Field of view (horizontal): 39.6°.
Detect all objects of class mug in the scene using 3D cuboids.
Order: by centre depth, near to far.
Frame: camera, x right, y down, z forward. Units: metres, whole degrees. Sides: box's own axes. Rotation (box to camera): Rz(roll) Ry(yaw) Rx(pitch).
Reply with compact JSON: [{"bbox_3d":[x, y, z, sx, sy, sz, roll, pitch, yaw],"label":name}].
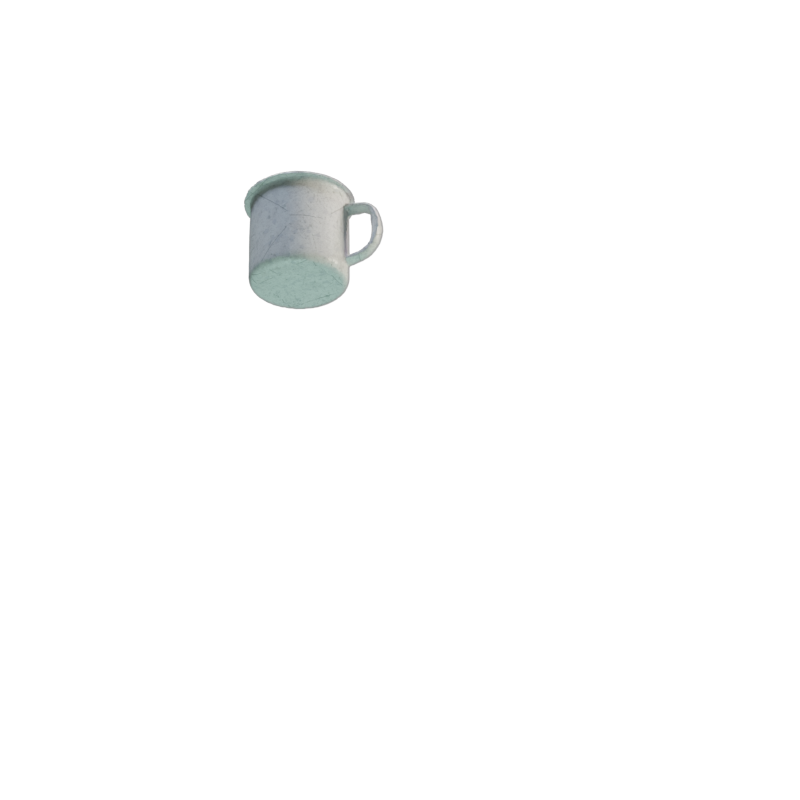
[{"bbox_3d":[-0.071,-0.129,0.903,0.118,0.087,0.086,-8,-30,12],"label":"mug"}]
